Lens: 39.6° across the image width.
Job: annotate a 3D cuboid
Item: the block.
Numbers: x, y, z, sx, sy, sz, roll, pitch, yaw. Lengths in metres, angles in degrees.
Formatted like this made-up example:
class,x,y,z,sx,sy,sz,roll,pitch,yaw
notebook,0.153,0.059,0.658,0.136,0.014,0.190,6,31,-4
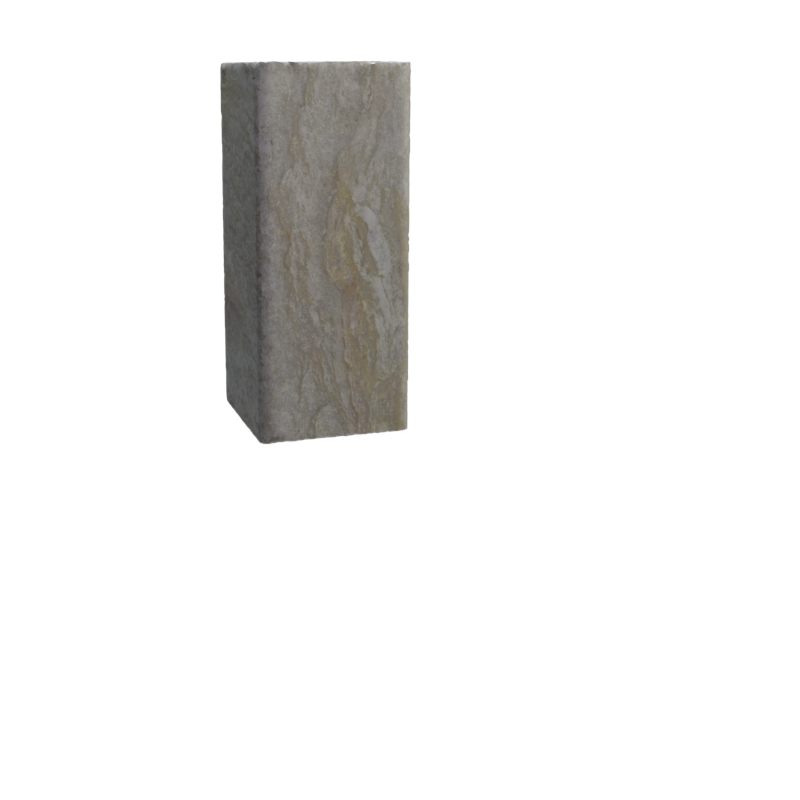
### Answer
class,x,y,z,sx,sy,sz,roll,pitch,yaw
block,-0.051,-0.092,0.641,0.088,0.201,0.095,-3,11,-19
